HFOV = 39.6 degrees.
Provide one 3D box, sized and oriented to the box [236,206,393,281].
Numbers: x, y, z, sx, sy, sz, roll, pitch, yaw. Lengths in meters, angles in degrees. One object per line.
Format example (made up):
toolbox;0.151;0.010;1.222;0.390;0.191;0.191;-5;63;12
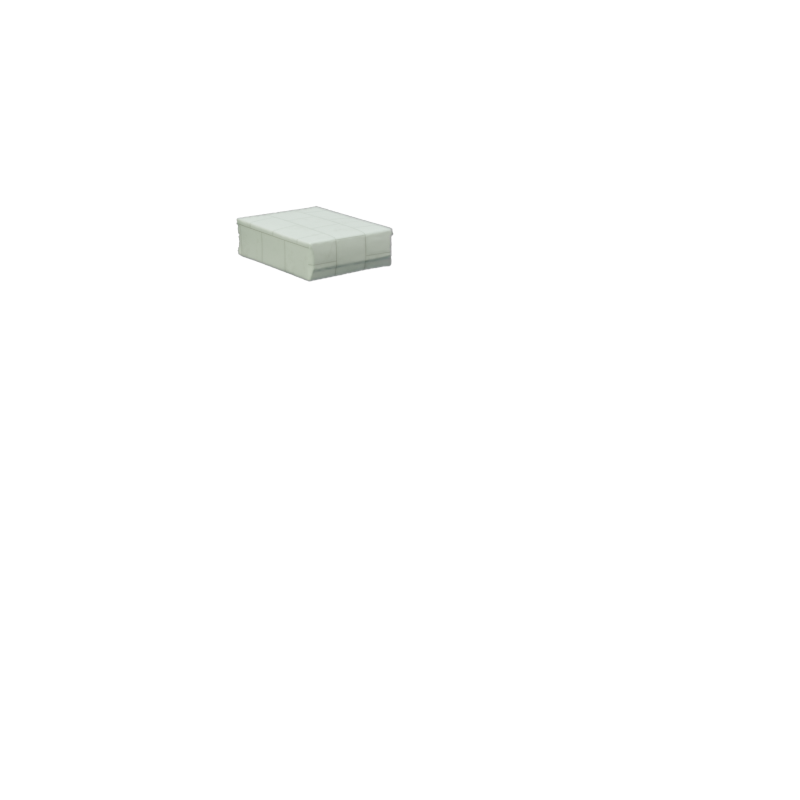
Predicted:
box;-0.075;-0.138;0.964;0.088;0.038;0.120;-14;23;-36
